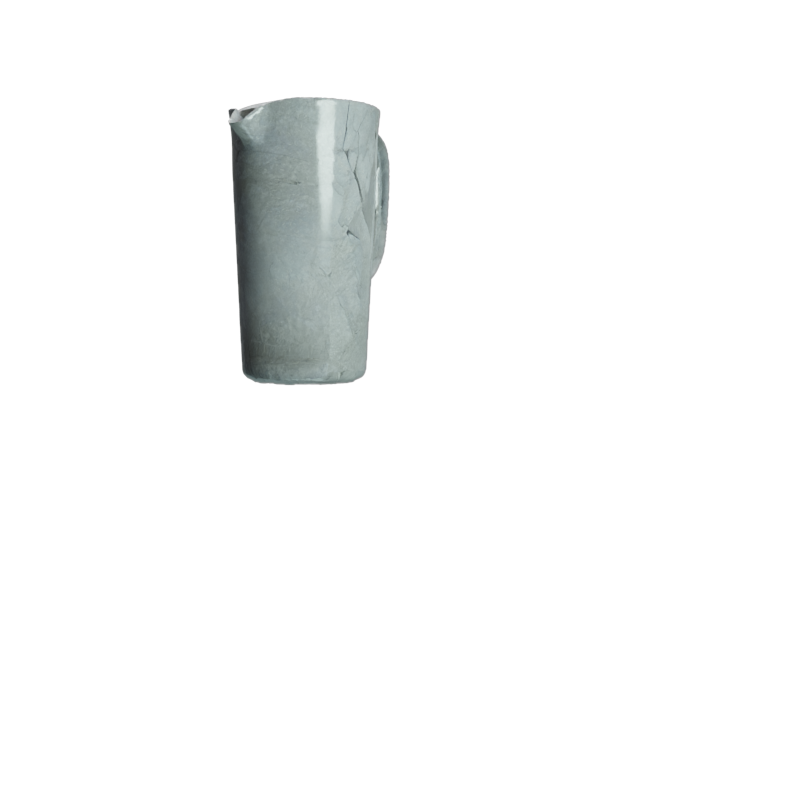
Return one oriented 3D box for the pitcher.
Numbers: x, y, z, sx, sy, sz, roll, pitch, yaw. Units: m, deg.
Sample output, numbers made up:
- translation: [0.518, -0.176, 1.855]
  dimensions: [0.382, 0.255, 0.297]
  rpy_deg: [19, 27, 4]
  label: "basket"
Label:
- translation: [-0.076, -0.139, 0.975]
  dimensions: [0.148, 0.244, 0.145]
  rpy_deg: [0, -1, -5]
  label: "pitcher"
